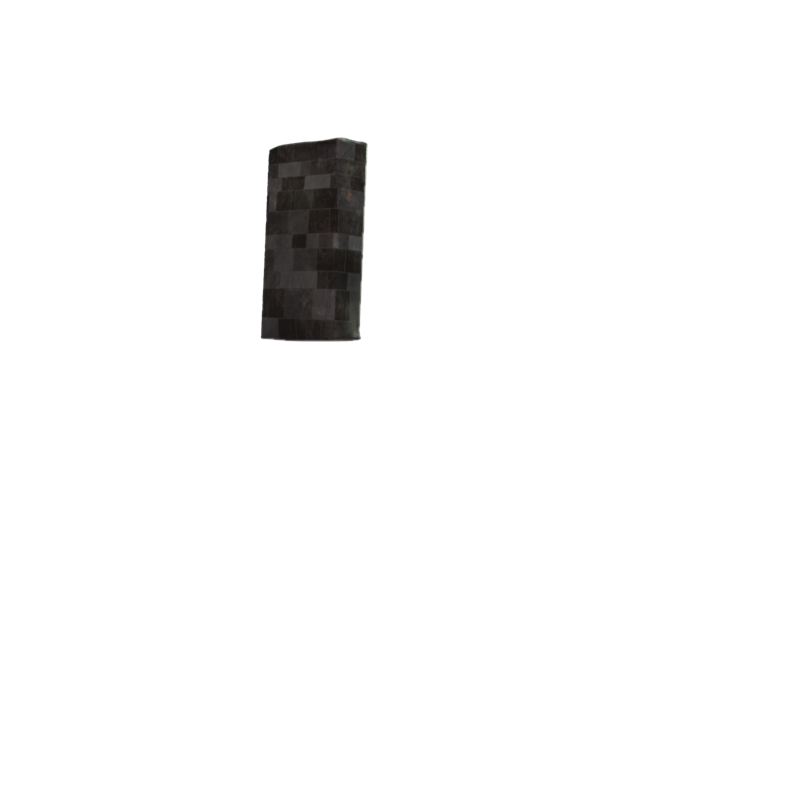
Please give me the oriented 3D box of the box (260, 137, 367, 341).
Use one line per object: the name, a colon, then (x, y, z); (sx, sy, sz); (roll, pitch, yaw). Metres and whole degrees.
box: (-0.077, -0.141, 0.984); (0.097, 0.178, 0.046); (-2, -3, 43)
